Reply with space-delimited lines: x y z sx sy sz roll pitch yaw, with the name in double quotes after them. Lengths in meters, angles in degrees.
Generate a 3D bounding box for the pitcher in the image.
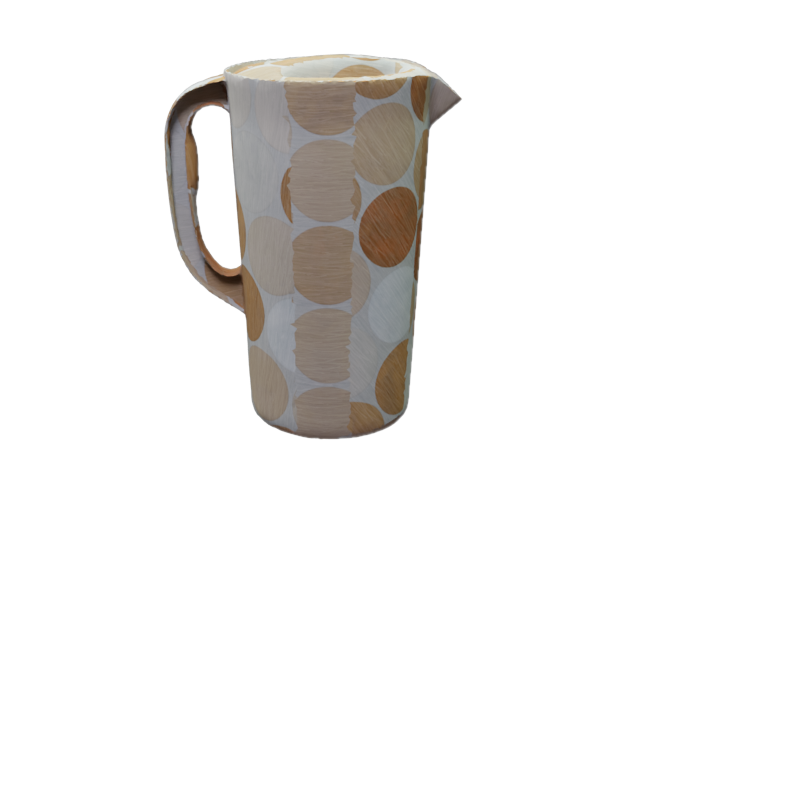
-0.057 -0.104 0.730 0.158 0.234 0.142 17 23 39 "pitcher"
